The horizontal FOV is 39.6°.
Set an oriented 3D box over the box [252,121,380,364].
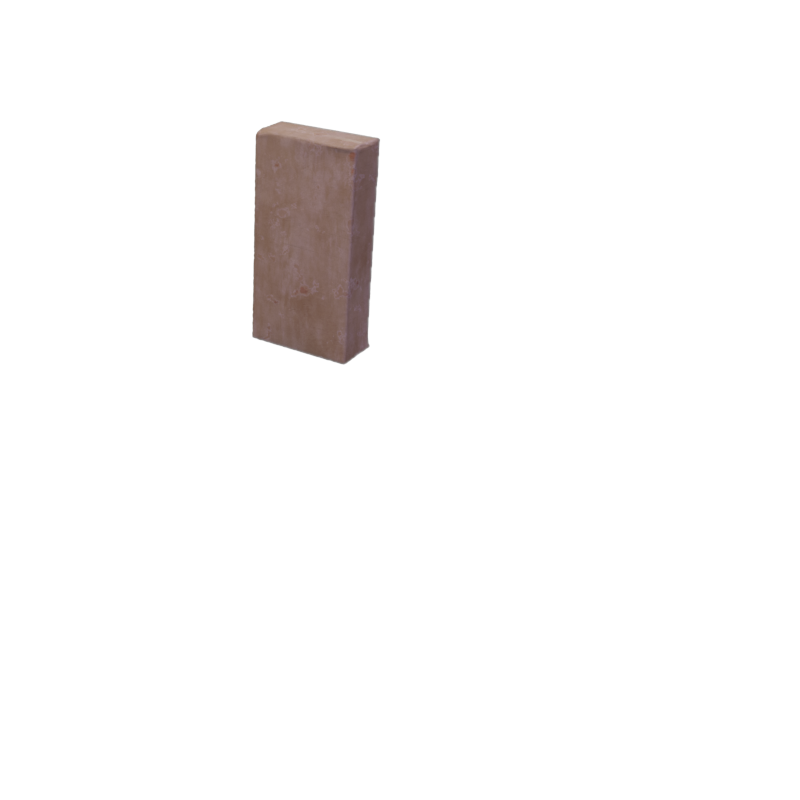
[{"bbox_3d":[-0.069,-0.125,0.873,0.098,0.168,0.048,14,25,28],"label":"box"}]
